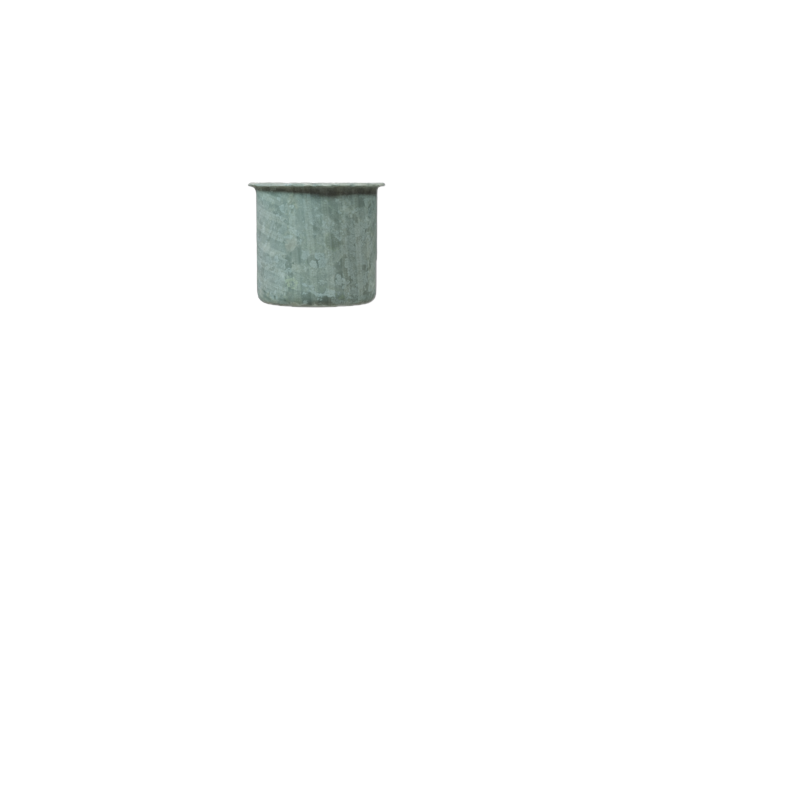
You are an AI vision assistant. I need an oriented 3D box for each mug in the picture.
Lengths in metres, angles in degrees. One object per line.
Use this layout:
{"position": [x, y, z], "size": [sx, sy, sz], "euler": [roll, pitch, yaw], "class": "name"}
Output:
{"position": [-0.060, -0.109, 0.764], "size": [0.092, 0.080, 0.121], "euler": [-2, 9, -14], "class": "mug"}
